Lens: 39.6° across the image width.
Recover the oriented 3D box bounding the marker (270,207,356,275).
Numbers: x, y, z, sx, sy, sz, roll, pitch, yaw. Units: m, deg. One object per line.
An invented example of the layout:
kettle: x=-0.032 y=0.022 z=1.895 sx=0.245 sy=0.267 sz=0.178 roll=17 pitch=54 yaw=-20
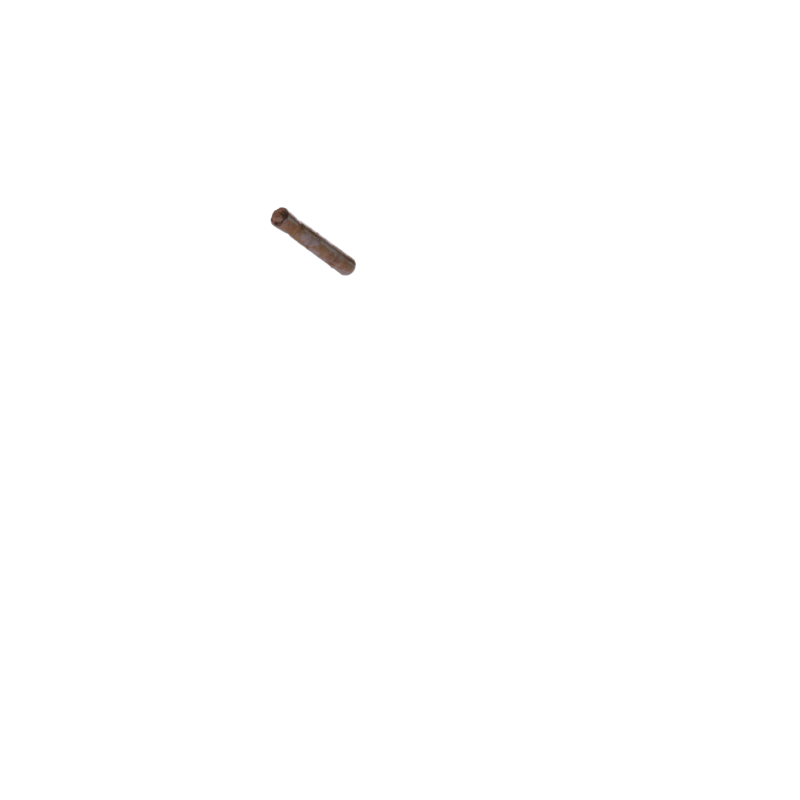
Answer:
marker: x=-0.078 y=-0.143 z=1.000 sx=0.020 sy=0.020 sz=0.113 roll=3 pitch=-16 yaw=34
